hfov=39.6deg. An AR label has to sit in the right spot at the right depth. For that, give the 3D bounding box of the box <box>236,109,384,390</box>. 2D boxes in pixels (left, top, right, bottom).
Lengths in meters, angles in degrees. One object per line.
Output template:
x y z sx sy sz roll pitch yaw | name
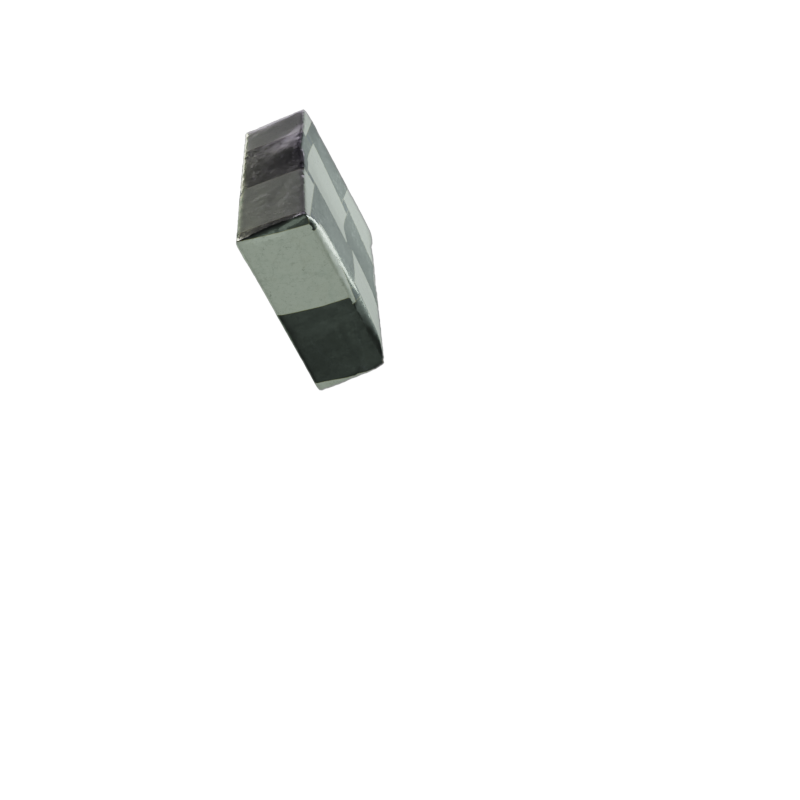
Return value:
-0.077 -0.141 0.987 0.072 0.153 0.228 -22 33 11 | box
